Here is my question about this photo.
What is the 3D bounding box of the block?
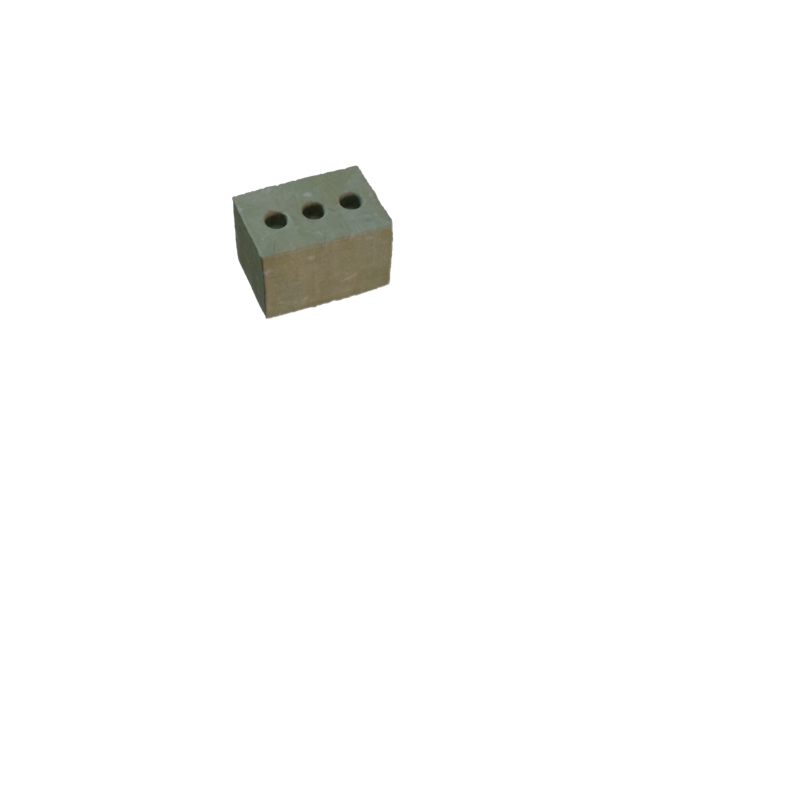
[{"bbox_3d":[-0.049,-0.089,0.622,0.077,0.057,0.048,-17,-38,-15],"label":"block"}]
